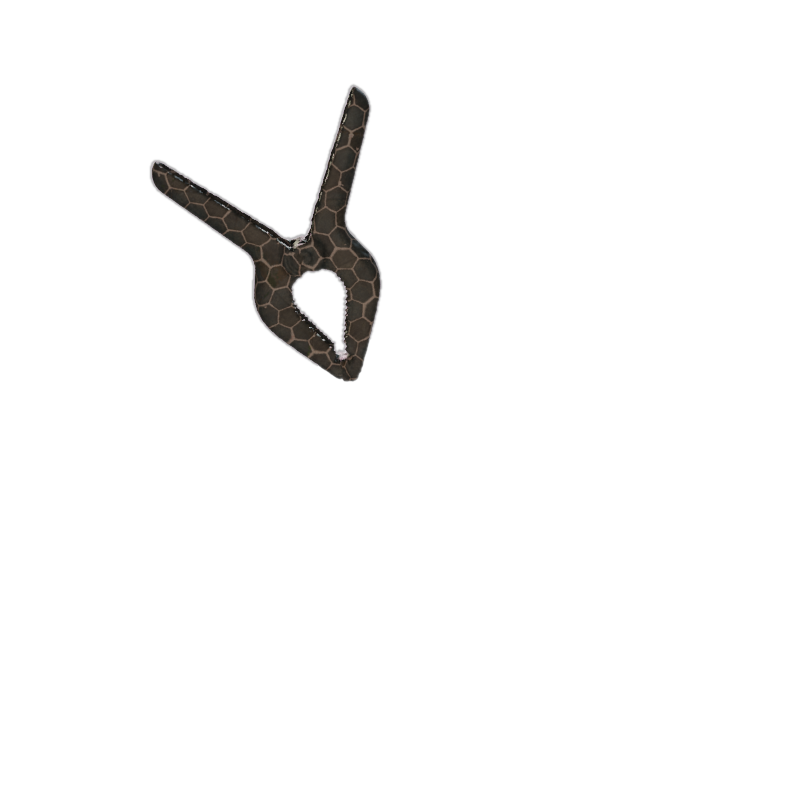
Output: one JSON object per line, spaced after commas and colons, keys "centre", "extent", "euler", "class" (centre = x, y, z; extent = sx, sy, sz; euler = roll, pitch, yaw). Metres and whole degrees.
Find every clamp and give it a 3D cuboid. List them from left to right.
{"centre": [-0.063, -0.116, 0.810], "extent": [0.164, 0.204, 0.037], "euler": [-27, 11, 5], "class": "clamp"}
